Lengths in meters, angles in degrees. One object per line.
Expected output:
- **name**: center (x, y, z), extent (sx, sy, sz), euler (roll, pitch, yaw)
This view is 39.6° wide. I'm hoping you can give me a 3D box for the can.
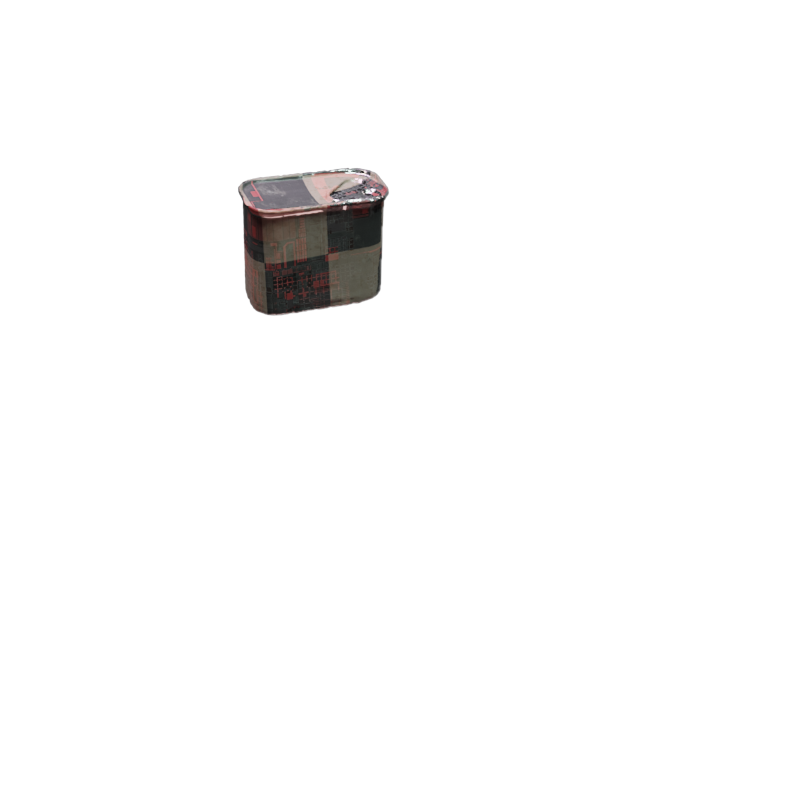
- **can**: center (-0.061, -0.112, 0.785), extent (0.100, 0.079, 0.062), euler (-9, 32, -15)
